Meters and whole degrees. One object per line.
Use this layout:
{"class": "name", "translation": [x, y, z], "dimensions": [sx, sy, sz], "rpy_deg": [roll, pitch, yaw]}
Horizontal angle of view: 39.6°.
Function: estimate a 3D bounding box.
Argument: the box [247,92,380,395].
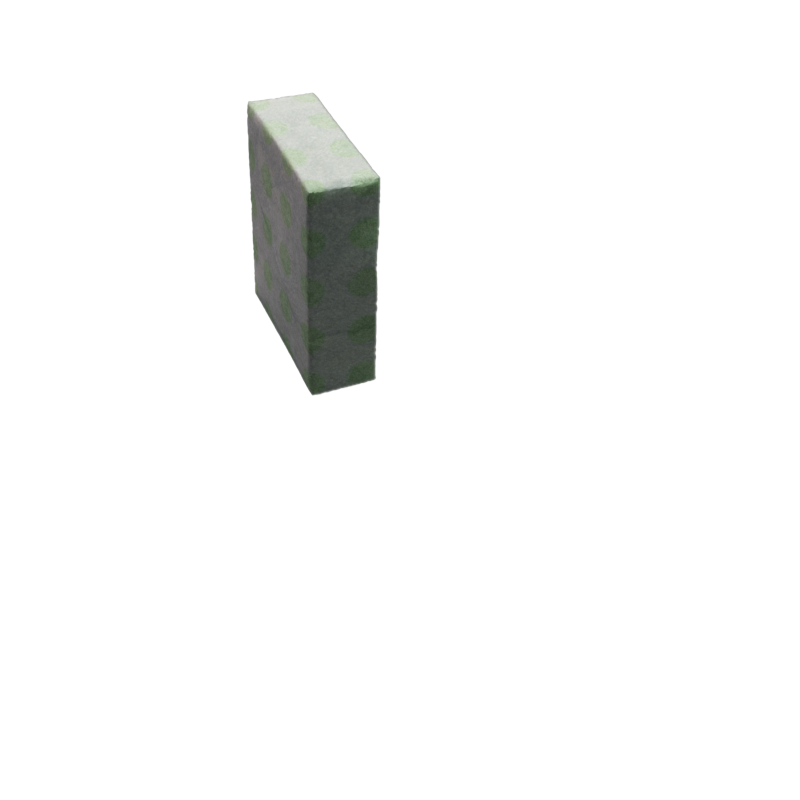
{"class": "box", "translation": [-0.077, -0.140, 0.979], "dimensions": [0.071, 0.200, 0.178], "rpy_deg": [-12, 40, -19]}
